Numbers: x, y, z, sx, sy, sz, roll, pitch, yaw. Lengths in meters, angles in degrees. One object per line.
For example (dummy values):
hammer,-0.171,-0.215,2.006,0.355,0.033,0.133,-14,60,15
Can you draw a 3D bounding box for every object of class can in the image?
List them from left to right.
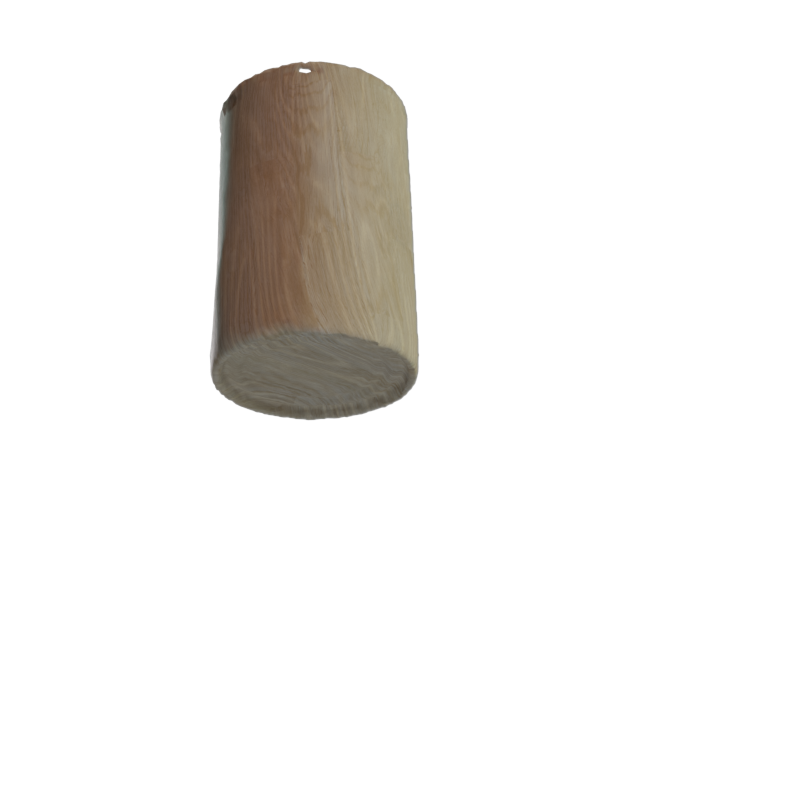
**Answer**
can,-0.029,-0.053,0.374,0.068,0.109,0.064,0,-29,-2
